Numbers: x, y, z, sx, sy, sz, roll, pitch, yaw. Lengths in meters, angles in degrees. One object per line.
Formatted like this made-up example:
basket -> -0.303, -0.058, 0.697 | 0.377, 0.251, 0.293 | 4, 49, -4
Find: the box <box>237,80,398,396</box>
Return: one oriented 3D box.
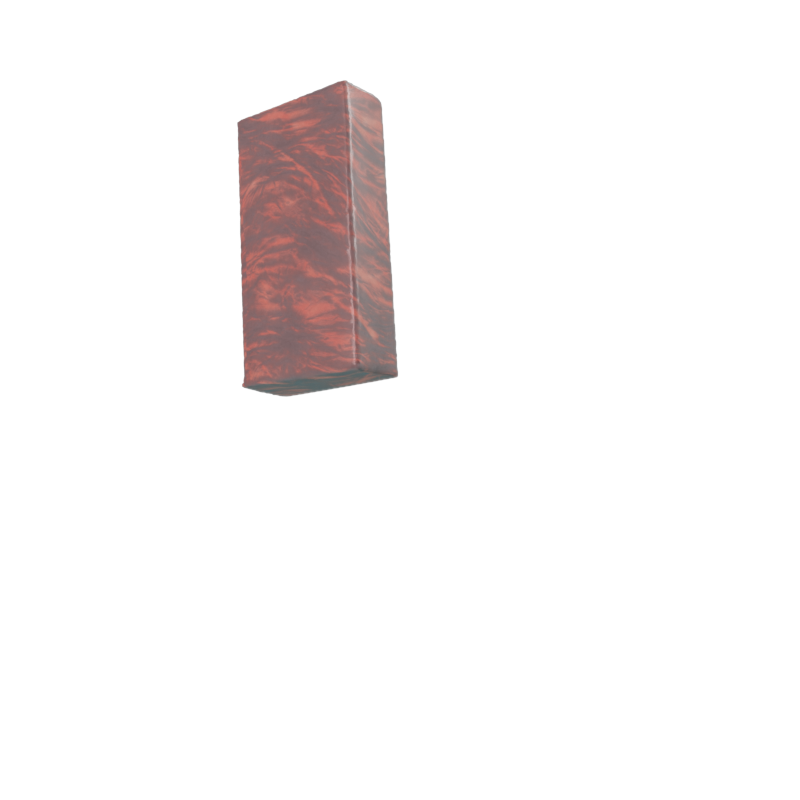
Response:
box -> -0.053, -0.096, 0.676 | 0.095, 0.184, 0.045 | -13, -21, 36
